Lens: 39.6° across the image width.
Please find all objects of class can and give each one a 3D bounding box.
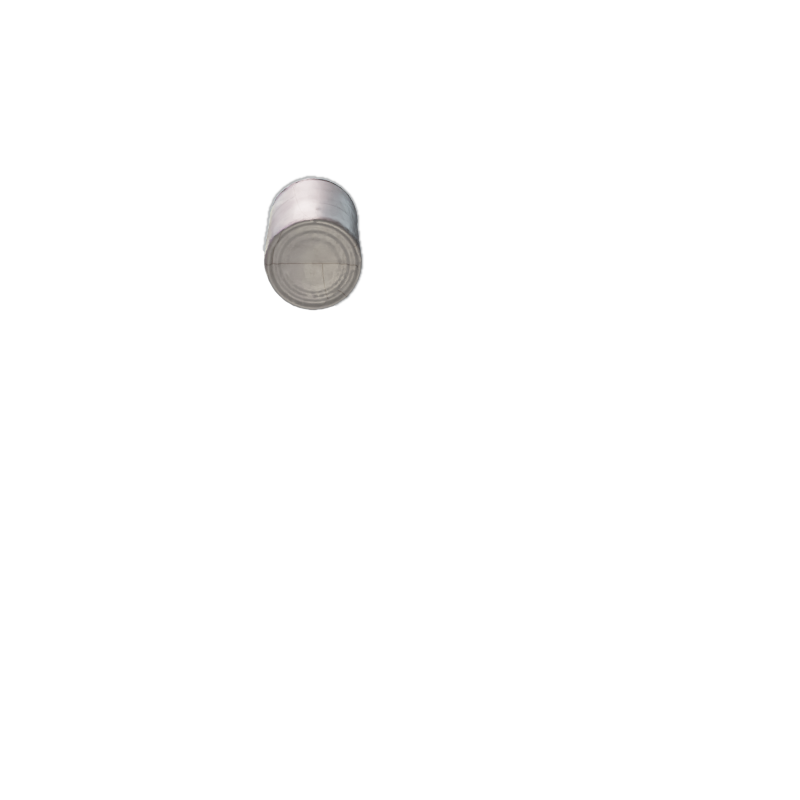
[{"bbox_3d":[-0.062,-0.113,0.794,0.068,0.065,0.107,0,24,-3],"label":"can"}]
